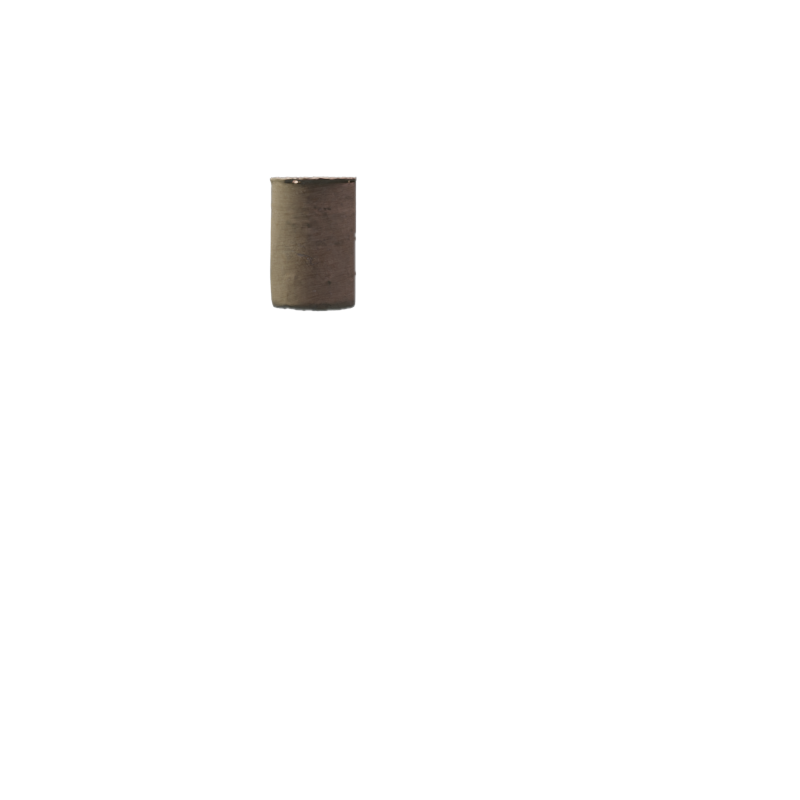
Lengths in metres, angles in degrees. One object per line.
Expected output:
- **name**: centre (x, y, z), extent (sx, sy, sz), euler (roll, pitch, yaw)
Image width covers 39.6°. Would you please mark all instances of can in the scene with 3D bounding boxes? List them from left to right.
- **can**: centre (-0.068, -0.124, 0.869), extent (0.068, 0.101, 0.069), euler (0, 6, -2)
